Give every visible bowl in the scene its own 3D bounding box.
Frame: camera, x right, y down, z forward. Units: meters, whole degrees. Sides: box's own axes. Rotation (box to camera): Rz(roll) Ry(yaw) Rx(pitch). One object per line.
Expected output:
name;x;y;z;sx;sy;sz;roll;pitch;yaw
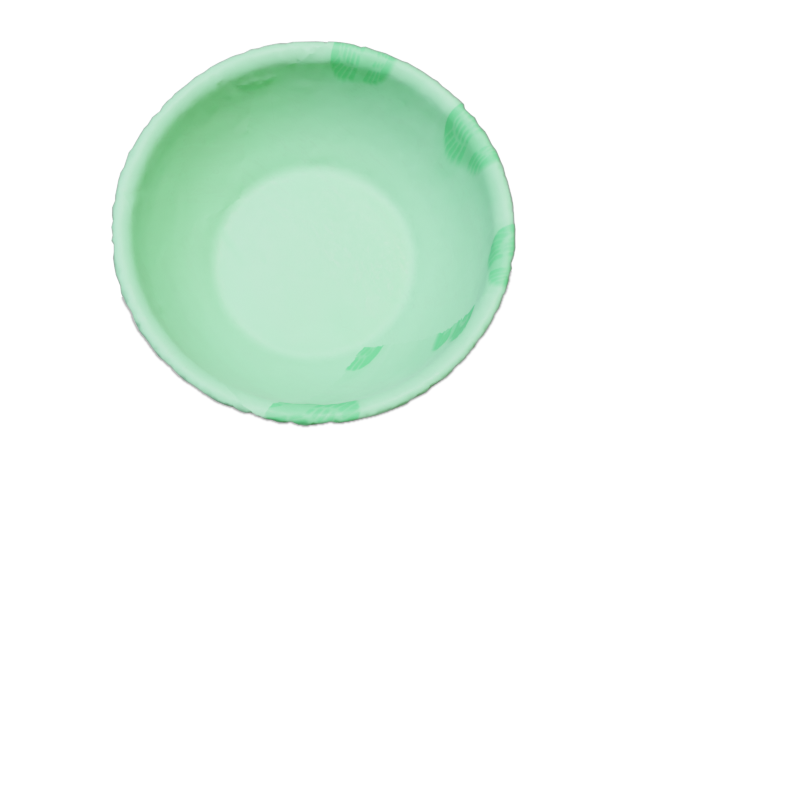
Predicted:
bowl;-0.036;-0.066;0.466;0.162;0.169;0.053;-1;-17;-1
